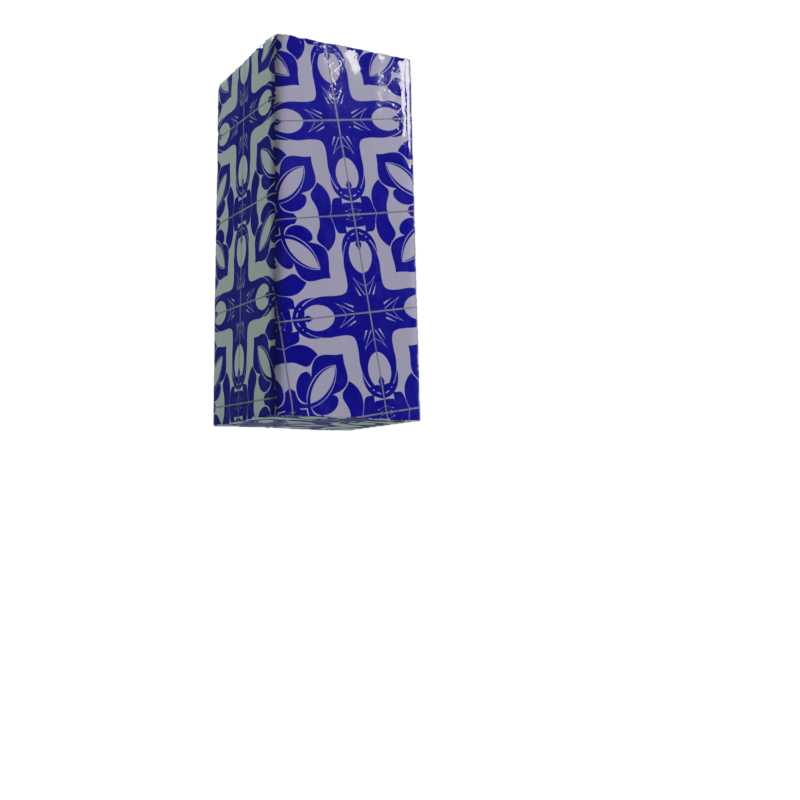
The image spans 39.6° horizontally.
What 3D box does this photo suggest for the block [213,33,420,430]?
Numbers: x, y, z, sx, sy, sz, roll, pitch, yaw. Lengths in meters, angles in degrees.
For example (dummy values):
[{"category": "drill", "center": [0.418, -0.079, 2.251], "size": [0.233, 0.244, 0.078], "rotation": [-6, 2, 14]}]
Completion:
[{"category": "block", "center": [-0.050, -0.090, 0.634], "size": [0.087, 0.213, 0.091], "rotation": [5, -13, -27]}]
